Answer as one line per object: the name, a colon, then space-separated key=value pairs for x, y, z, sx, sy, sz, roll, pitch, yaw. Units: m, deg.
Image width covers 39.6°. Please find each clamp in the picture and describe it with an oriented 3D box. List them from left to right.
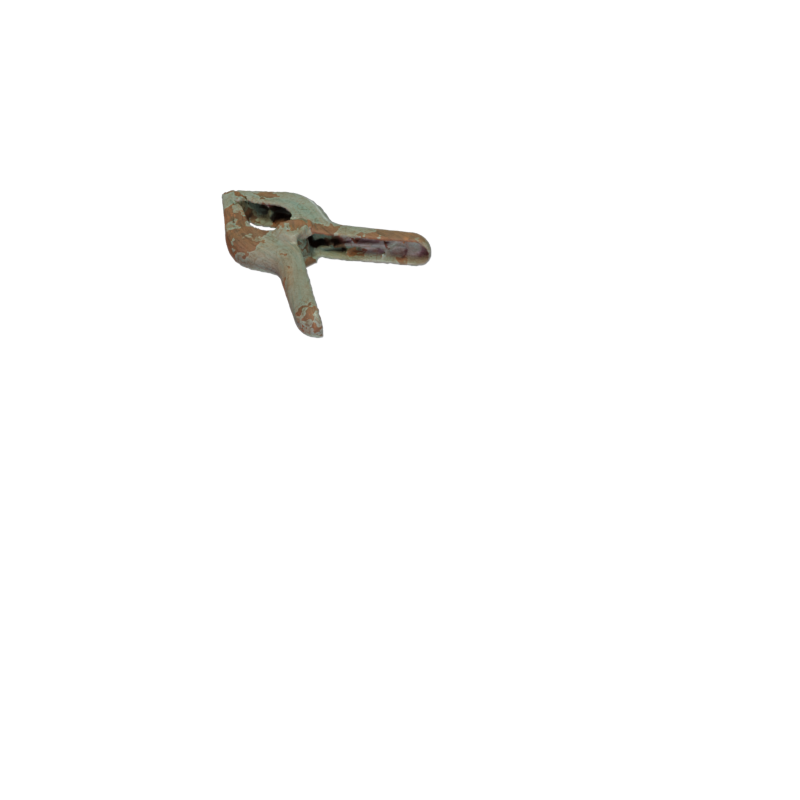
clamp: x=-0.064 y=-0.117 z=0.819 sx=0.119 sy=0.037 sz=0.185 roll=-25 pitch=46 yaw=-26
